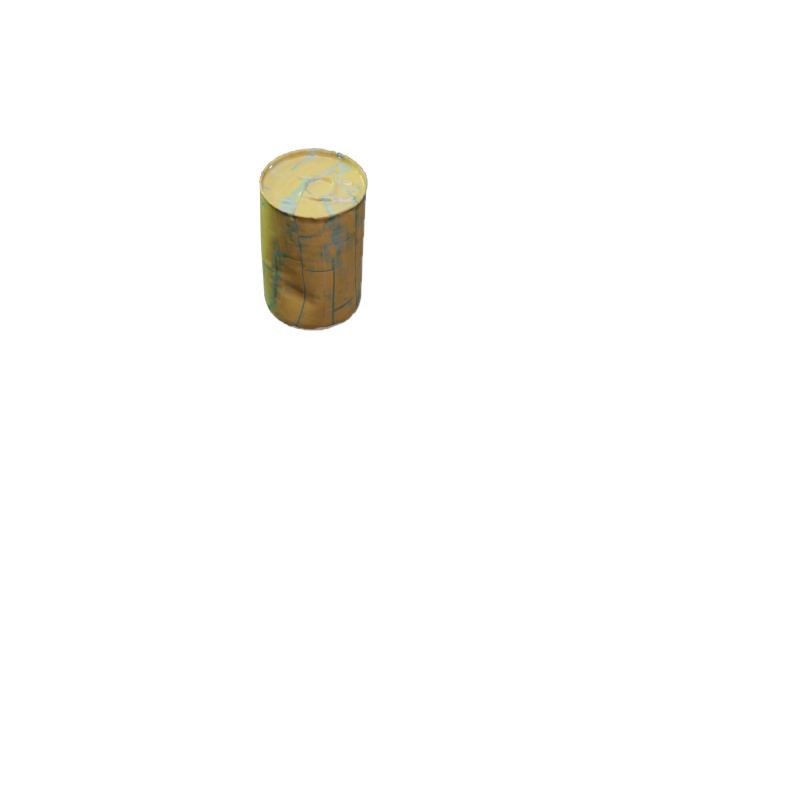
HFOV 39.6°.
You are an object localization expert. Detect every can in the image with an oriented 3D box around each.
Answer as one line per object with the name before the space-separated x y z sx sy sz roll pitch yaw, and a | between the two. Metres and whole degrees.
can | -0.057 -0.103 0.723 0.068 0.074 0.095 0 -44 -3
